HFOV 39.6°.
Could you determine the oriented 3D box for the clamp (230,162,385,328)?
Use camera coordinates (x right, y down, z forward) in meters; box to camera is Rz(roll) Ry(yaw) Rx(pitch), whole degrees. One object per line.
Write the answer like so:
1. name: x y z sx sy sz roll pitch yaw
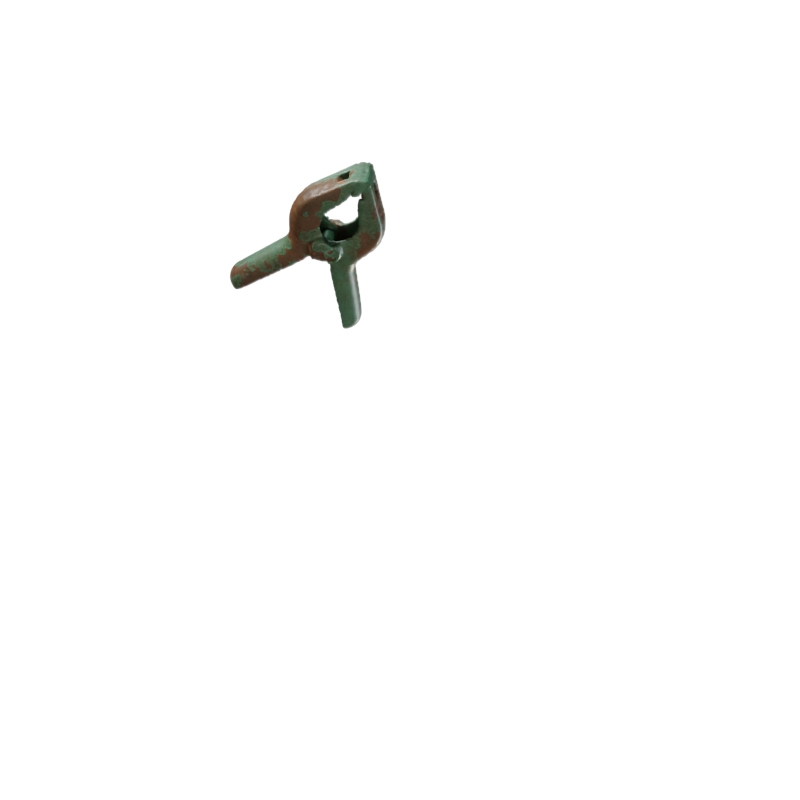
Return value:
1. clamp: -0.073 -0.132 0.926 0.118 0.042 0.162 11 -47 -11
